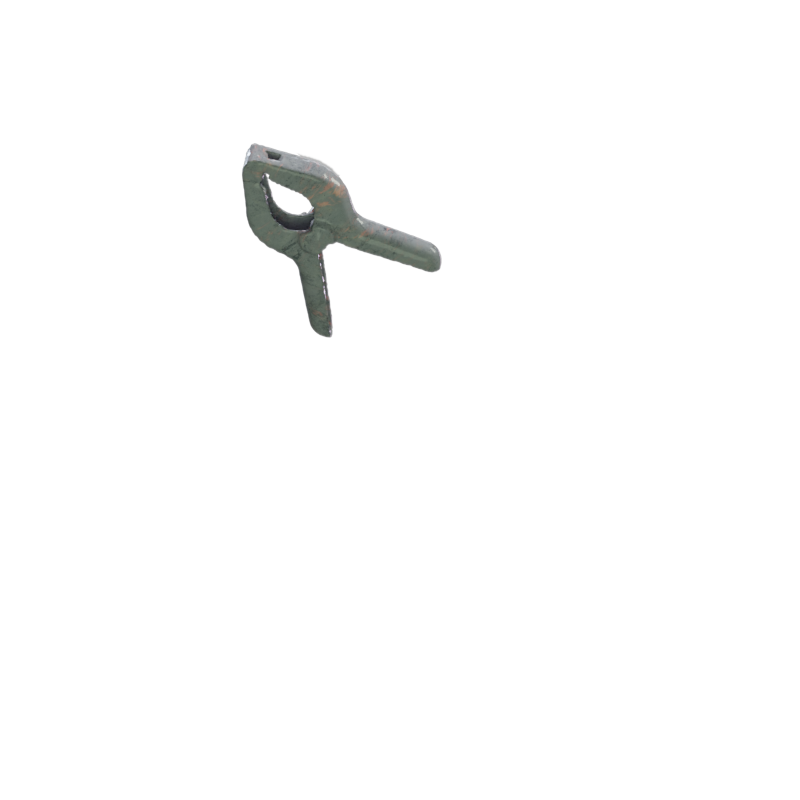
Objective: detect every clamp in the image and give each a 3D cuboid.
[{"bbox_3d":[-0.066,-0.121,0.846,0.164,0.118,0.042,39,21,-19],"label":"clamp"}]
